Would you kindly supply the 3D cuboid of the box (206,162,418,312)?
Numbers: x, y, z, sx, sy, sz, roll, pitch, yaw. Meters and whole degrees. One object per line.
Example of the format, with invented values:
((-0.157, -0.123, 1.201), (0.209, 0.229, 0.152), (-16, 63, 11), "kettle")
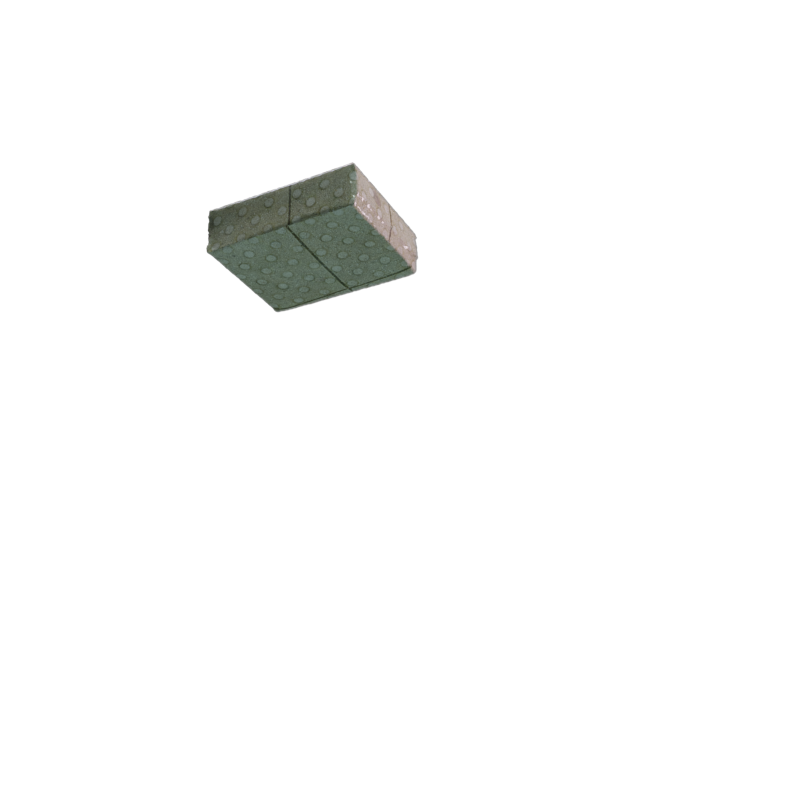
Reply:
((-0.057, -0.105, 0.733), (0.115, 0.041, 0.083), (-15, -34, 23), "box")
